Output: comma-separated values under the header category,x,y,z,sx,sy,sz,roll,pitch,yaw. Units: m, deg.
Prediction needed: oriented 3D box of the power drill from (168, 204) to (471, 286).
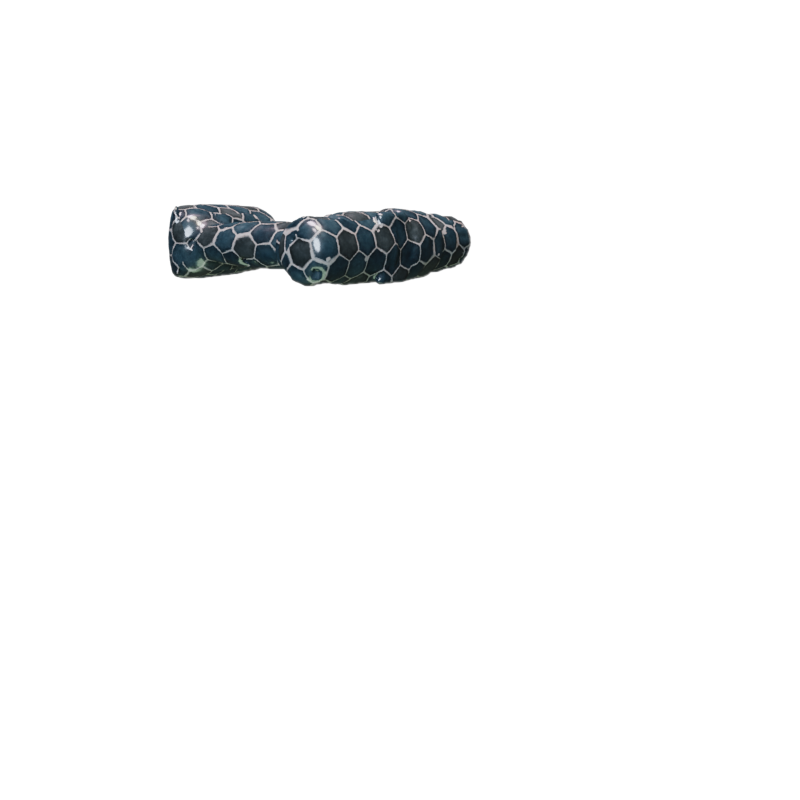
category,x,y,z,sx,sy,sz,roll,pitch,yaw
power drill,-0.064,-0.117,0.820,0.196,0.057,0.178,7,10,39
